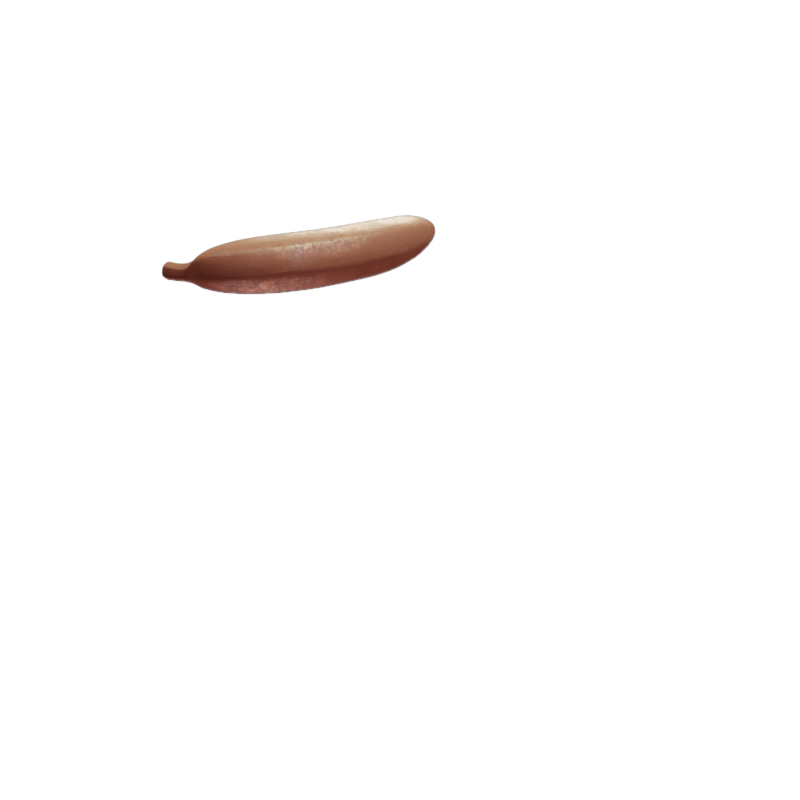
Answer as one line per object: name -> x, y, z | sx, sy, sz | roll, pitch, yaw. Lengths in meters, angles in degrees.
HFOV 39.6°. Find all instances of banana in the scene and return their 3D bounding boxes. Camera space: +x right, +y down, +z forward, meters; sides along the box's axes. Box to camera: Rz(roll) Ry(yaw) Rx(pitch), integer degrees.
banana -> -0.054, -0.099, 0.734 | 0.194, 0.035, 0.074 | -10, 27, -21
